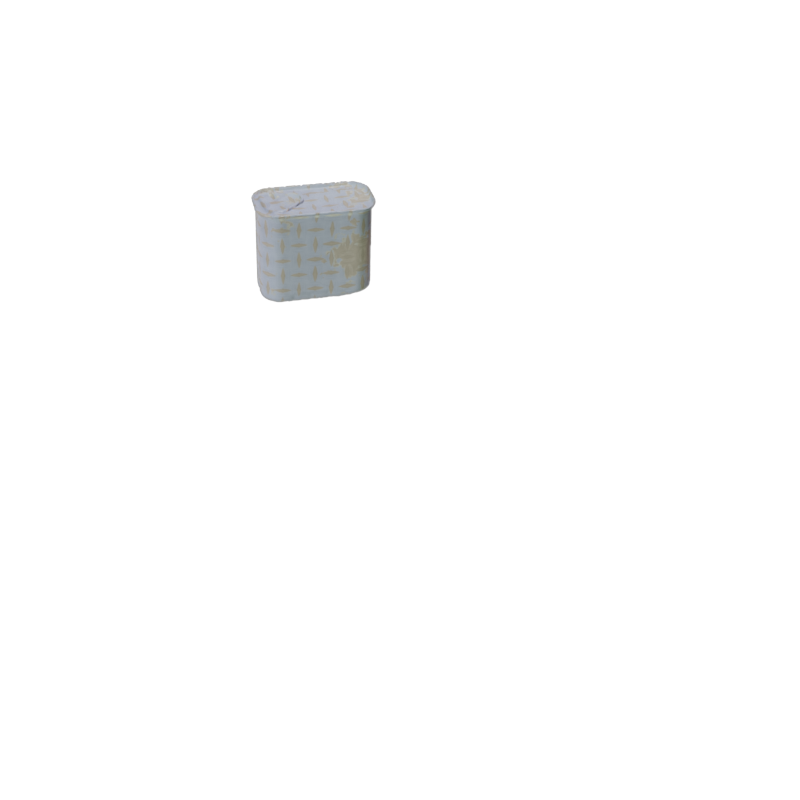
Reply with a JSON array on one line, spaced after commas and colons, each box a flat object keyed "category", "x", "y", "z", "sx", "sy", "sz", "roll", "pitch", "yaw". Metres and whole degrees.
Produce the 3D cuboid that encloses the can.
[{"category": "can", "x": -0.074, "y": -0.135, "z": 0.947, "sx": 0.101, "sy": 0.079, "sz": 0.062, "roll": -6, "pitch": 32, "yaw": -11}]
